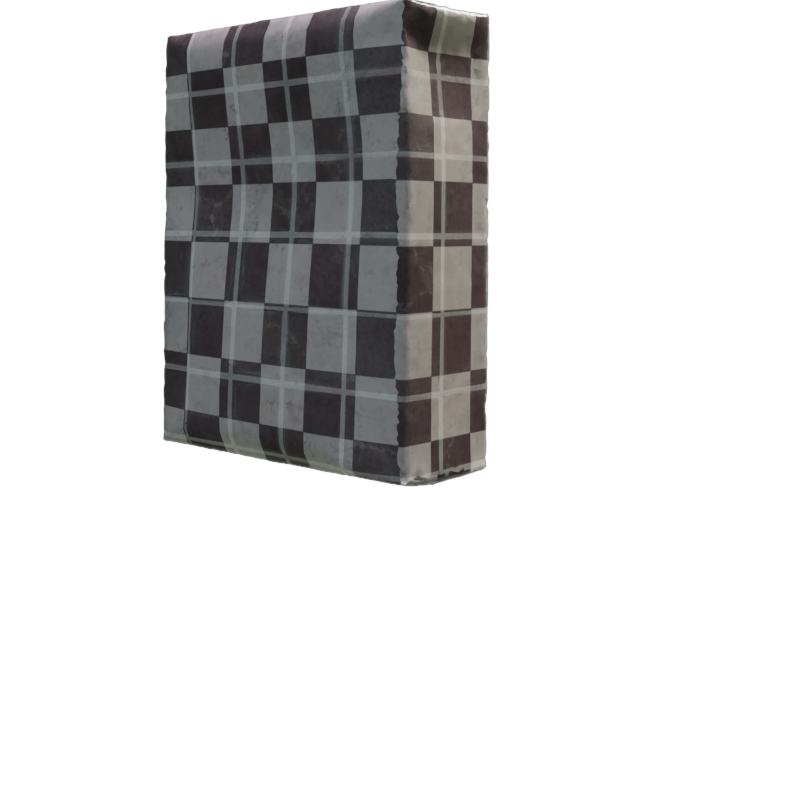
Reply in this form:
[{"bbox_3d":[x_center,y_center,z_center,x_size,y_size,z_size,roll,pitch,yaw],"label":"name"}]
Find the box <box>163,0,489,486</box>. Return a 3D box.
[{"bbox_3d":[-0.043,-0.078,0.543,0.171,0.213,0.069,4,4,41],"label":"box"}]
